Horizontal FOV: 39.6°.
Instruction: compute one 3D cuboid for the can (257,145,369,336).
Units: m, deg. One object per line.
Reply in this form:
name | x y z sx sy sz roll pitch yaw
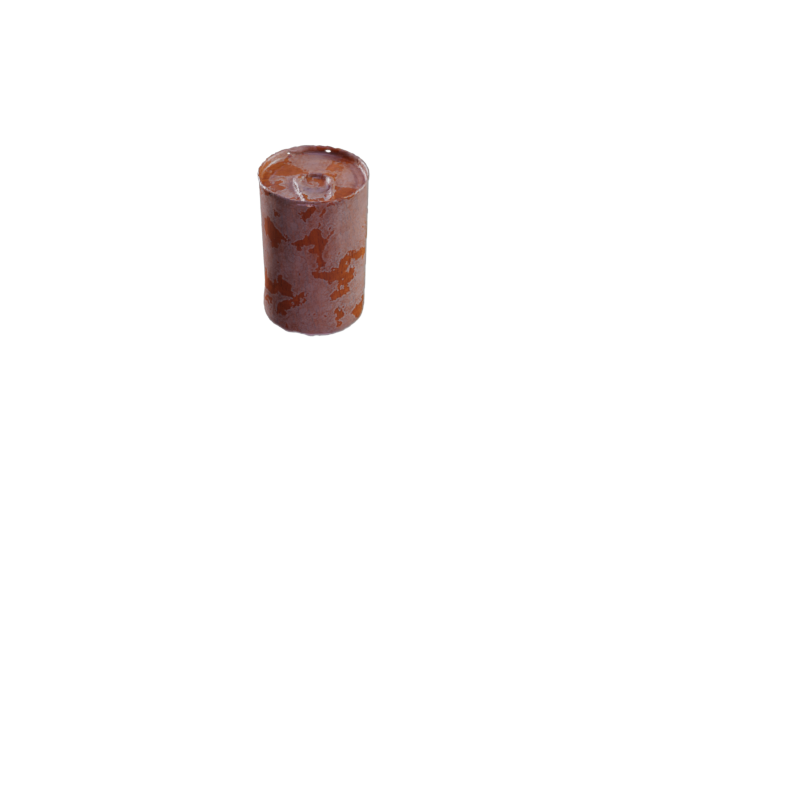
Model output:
can | -0.055 -0.100 0.697 0.068 0.096 0.073 0 37 -3
